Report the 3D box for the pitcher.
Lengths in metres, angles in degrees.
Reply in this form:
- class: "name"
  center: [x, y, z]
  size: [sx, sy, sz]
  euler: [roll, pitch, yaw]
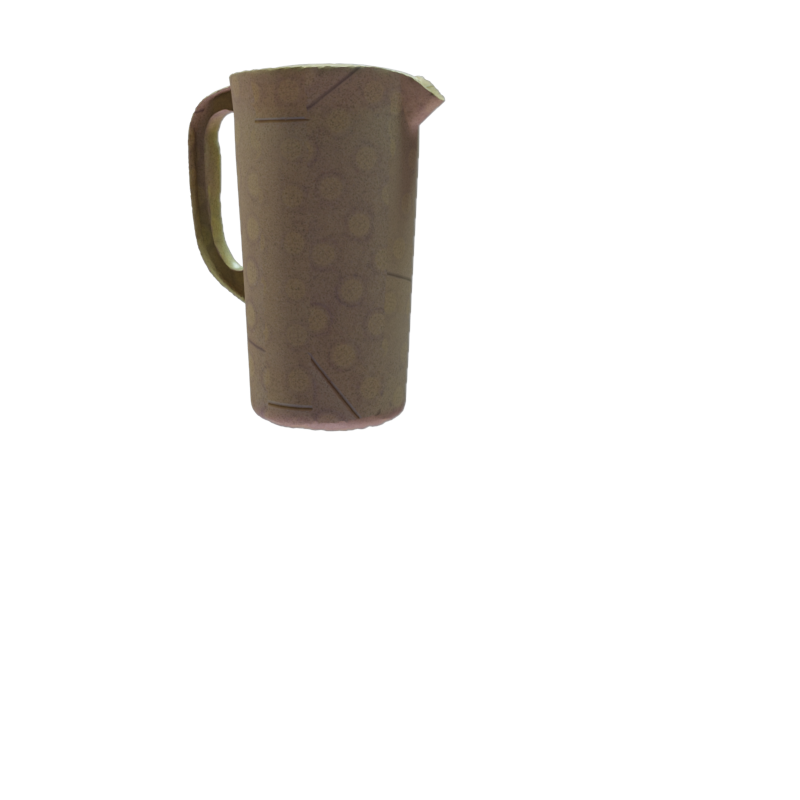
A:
- class: "pitcher"
  center: [-0.060, -0.109, 0.767]
  size: [0.141, 0.240, 0.155]
  euler: [-2, 7, -24]
